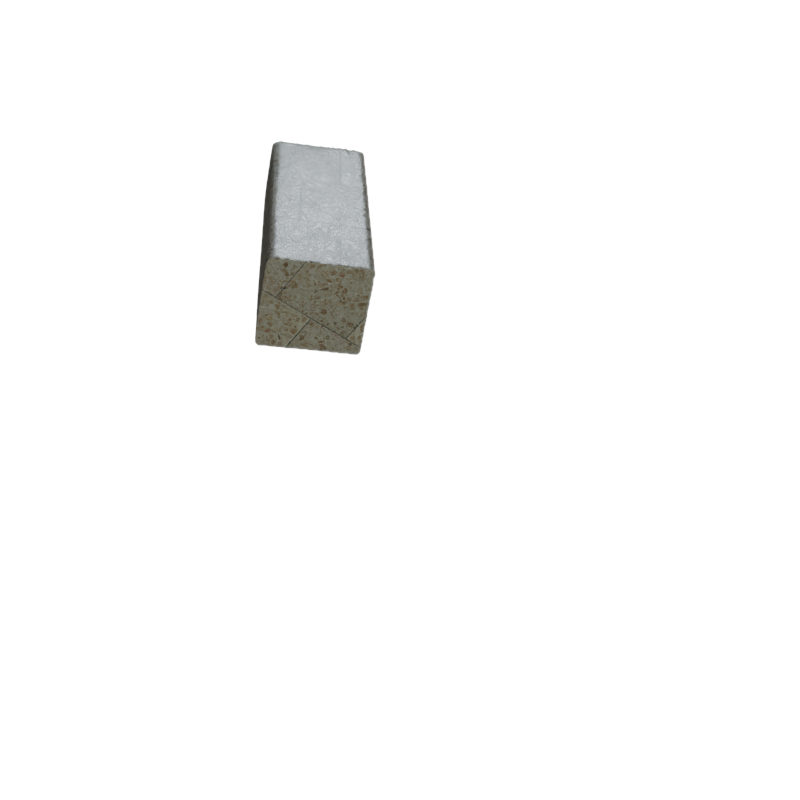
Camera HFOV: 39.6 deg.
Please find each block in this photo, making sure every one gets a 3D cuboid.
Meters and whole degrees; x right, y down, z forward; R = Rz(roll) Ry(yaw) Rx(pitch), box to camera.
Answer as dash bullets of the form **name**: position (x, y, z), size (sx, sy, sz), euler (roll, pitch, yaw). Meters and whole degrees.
- **block**: position (-0.078, -0.142, 0.993), size (0.090, 0.085, 0.220), euler (6, 36, -8)
